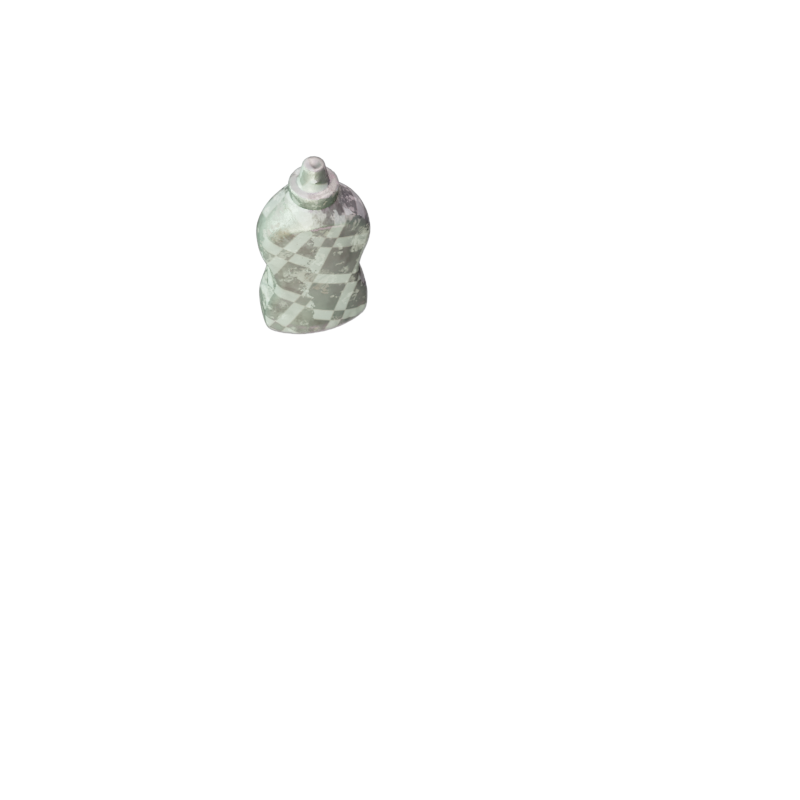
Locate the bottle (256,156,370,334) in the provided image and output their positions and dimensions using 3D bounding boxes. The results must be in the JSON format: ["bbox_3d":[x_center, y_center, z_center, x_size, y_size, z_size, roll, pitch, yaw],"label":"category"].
[{"bbox_3d":[-0.074,-0.135,0.945,0.095,0.063,0.179,-9,-35,-10],"label":"bottle"}]
